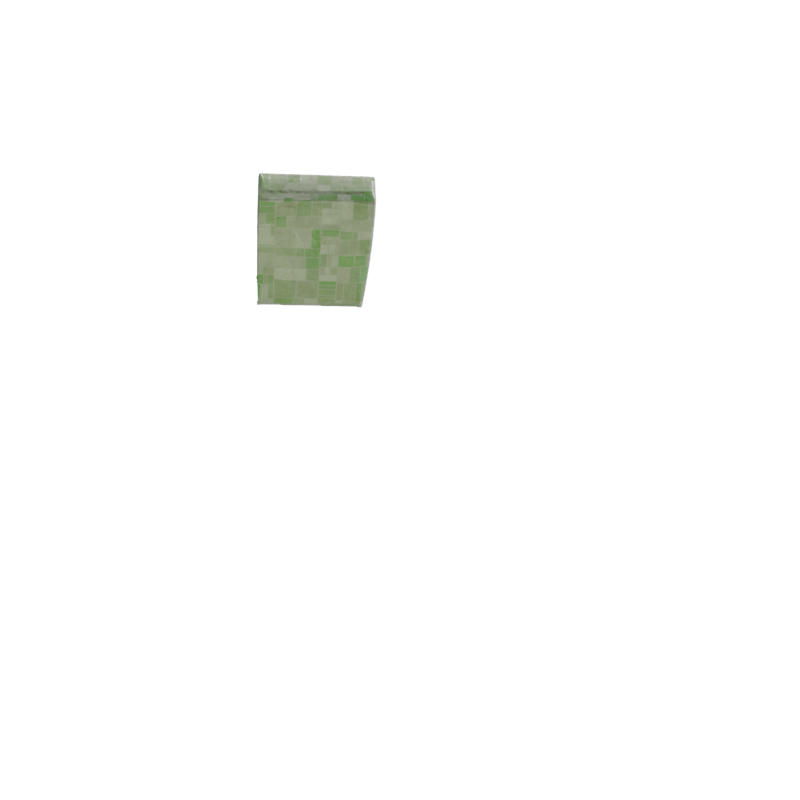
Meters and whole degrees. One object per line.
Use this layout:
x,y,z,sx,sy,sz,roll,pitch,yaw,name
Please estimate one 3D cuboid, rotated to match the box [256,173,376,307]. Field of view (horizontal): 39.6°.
-0.068,-0.124,0.869,0.089,0.106,0.042,3,43,-4,box
